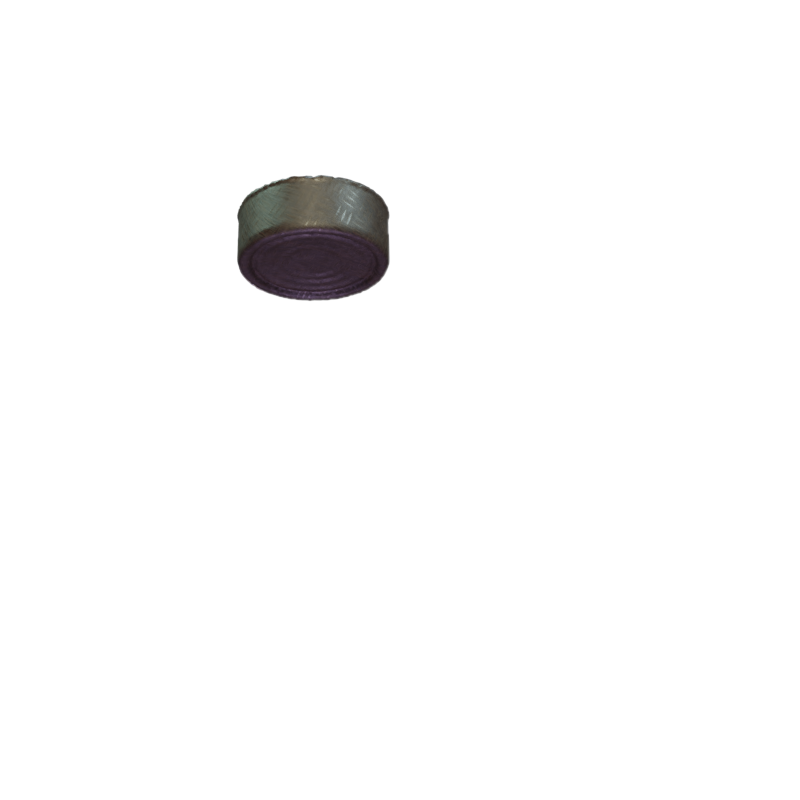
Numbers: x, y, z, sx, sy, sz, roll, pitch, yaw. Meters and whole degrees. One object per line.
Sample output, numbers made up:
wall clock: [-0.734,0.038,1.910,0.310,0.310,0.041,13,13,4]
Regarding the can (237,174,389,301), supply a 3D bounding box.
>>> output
can: [-0.048,-0.088,0.618,0.086,0.036,0.081,1,-25,-2]
